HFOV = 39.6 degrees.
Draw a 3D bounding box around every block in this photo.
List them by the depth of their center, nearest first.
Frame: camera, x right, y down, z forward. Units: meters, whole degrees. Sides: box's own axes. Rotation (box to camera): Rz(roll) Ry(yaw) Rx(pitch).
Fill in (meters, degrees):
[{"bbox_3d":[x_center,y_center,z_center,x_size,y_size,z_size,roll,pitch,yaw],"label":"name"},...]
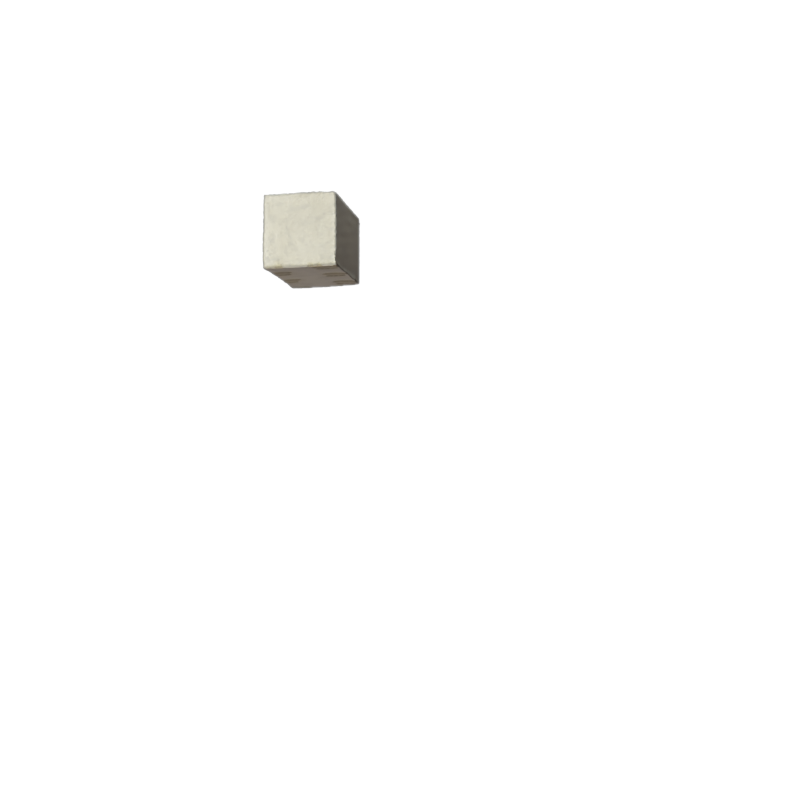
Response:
[{"bbox_3d":[-0.061,-0.111,0.774,0.053,0.053,0.075,-2,-8,10],"label":"block"}]
